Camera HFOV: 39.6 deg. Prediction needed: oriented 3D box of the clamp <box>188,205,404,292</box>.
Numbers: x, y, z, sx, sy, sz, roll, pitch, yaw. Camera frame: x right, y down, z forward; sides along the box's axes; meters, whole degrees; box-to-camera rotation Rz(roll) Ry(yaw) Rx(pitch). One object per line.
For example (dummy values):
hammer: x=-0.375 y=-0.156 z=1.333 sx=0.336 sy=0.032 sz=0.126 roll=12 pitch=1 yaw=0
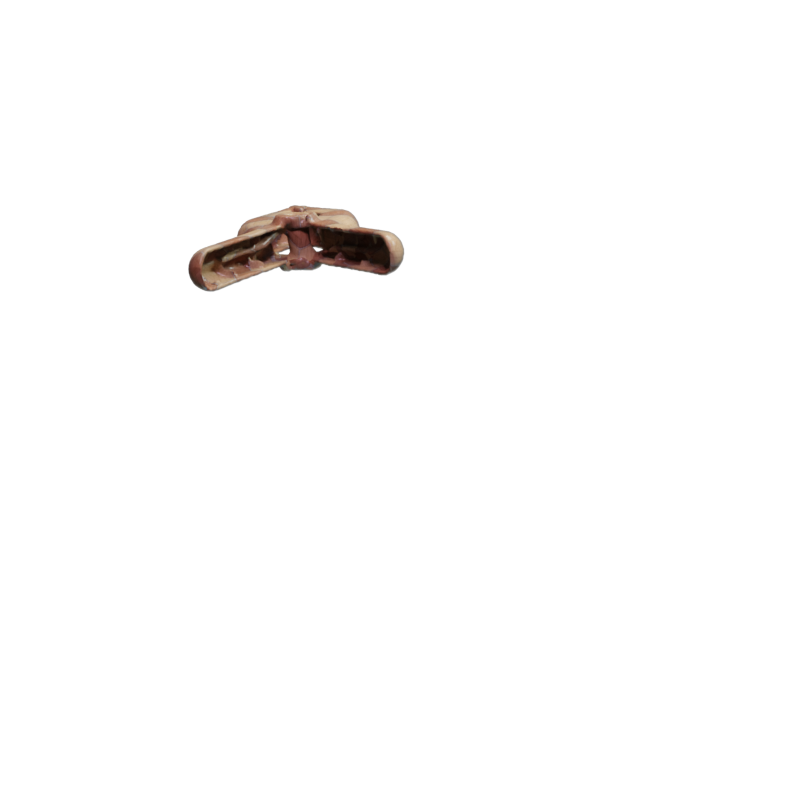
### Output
clamp: x=-0.054 y=-0.098 z=0.687 sx=0.121 sy=0.038 sz=0.176 roll=2 pitch=19 yaw=5
